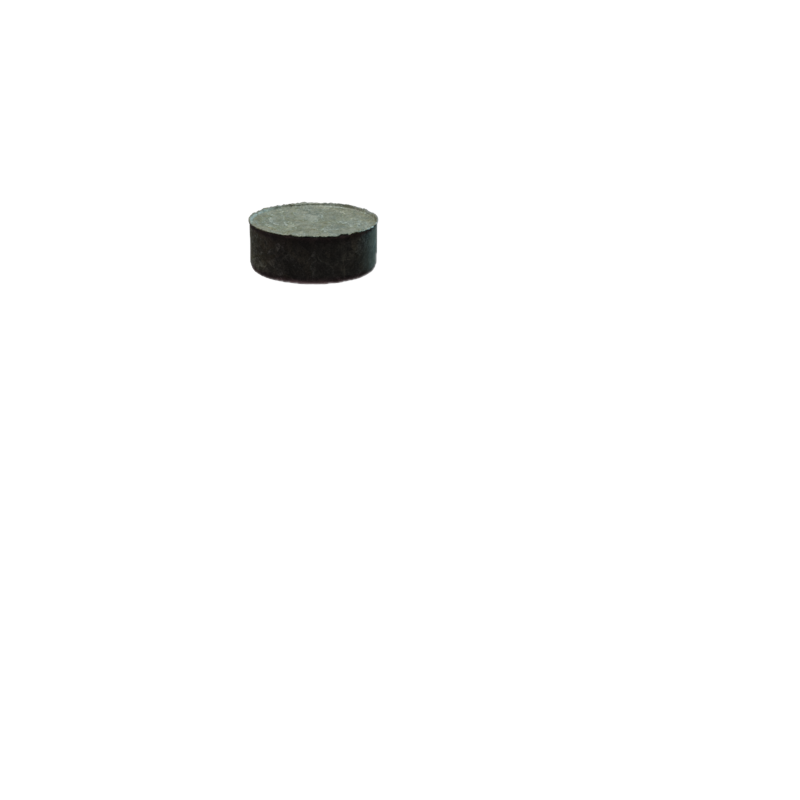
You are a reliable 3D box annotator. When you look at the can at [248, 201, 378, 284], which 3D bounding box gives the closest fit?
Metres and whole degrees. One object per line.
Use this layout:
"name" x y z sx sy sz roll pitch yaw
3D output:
"can" -0.058 -0.105 0.735 0.086 0.032 0.090 -1 23 -2
